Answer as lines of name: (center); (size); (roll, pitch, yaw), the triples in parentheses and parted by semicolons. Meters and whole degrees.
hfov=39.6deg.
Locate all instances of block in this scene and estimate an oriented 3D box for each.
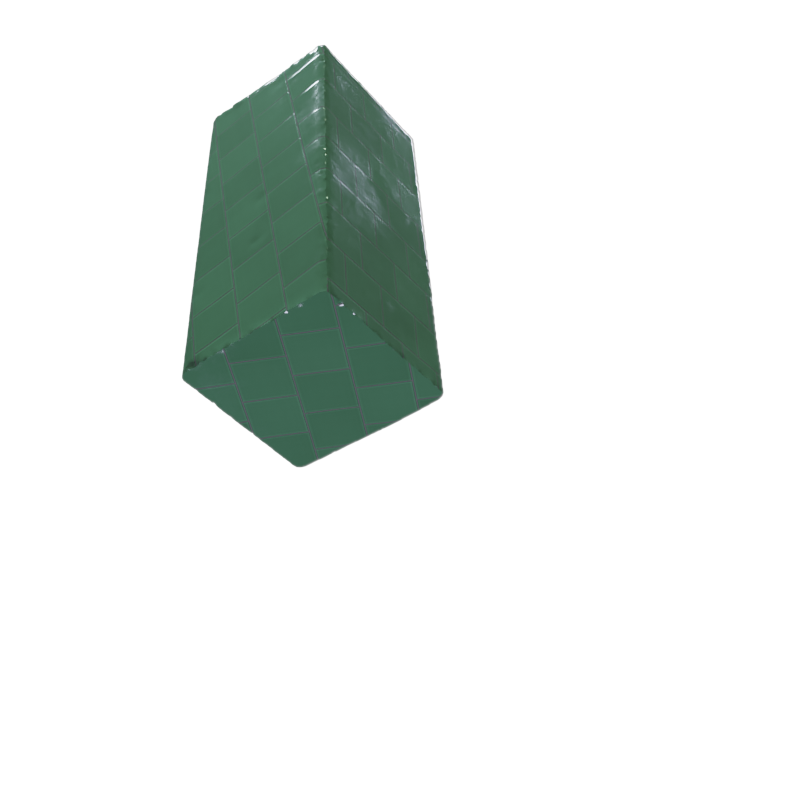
block: (-0.046, -0.084, 0.589); (0.090, 0.221, 0.084); (-30, -51, 24)
